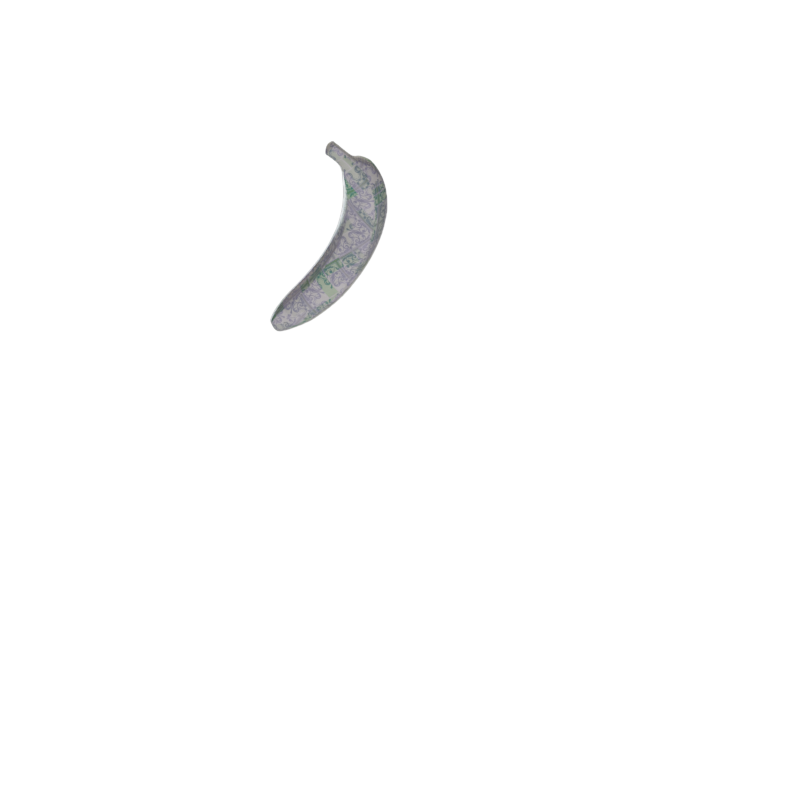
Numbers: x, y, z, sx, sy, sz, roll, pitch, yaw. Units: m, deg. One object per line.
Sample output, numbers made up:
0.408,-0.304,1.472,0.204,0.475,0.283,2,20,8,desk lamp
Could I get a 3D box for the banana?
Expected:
-0.054,-0.132,0.932,0.068,0.188,0.039,14,36,-11,banana
